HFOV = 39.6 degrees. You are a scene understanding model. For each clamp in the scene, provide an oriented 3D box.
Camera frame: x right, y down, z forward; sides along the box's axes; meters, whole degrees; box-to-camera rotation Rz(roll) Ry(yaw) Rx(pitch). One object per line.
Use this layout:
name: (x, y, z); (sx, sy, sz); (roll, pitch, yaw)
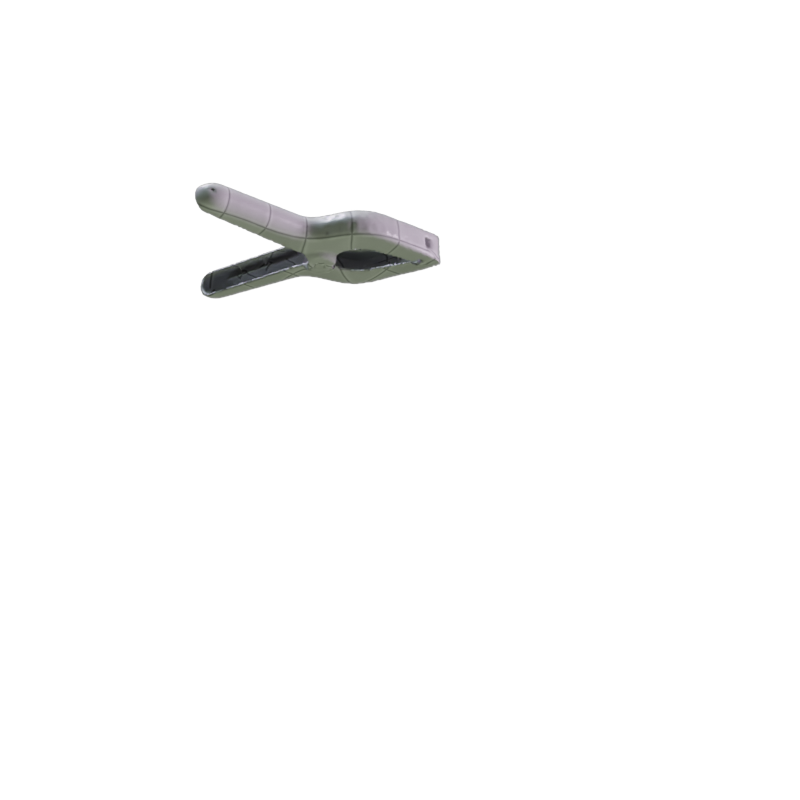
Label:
clamp: (-0.072, -0.131, 0.918); (0.210, 0.038, 0.155); (-1, -23, 2)
